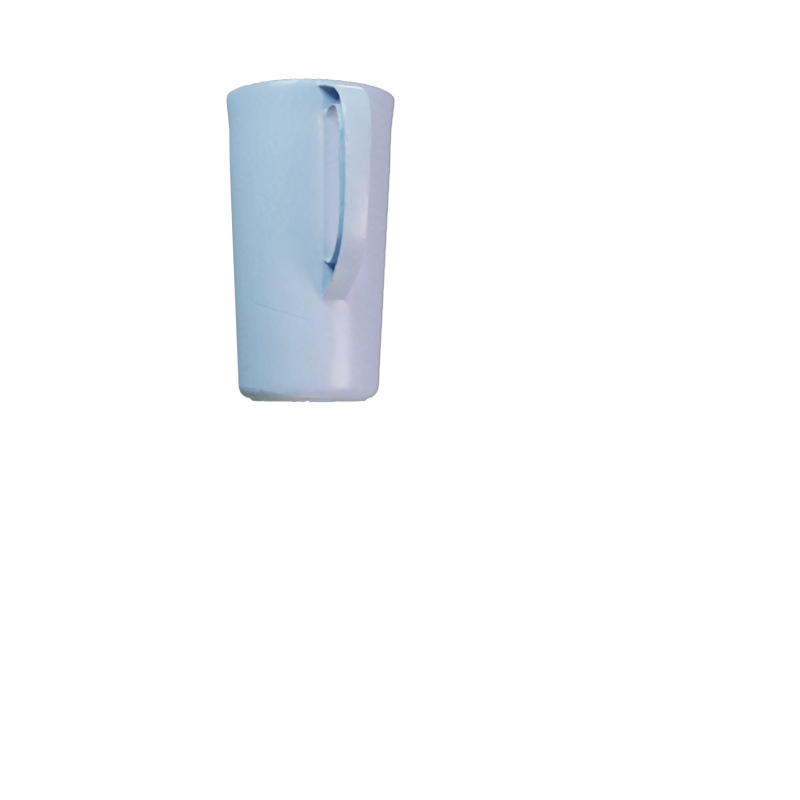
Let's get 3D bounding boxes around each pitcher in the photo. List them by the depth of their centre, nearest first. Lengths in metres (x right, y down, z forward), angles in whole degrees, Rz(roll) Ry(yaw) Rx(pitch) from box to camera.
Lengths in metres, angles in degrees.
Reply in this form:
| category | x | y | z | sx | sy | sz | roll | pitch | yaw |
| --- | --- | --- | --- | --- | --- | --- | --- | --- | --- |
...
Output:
| category | x | y | z | sx | sy | sz | roll | pitch | yaw |
| --- | --- | --- | --- | --- | --- | --- | --- | --- | --- |
| pitcher | -0.067 | -0.122 | 0.853 | 0.149 | 0.247 | 0.143 | -2 | -5 | 22 |
